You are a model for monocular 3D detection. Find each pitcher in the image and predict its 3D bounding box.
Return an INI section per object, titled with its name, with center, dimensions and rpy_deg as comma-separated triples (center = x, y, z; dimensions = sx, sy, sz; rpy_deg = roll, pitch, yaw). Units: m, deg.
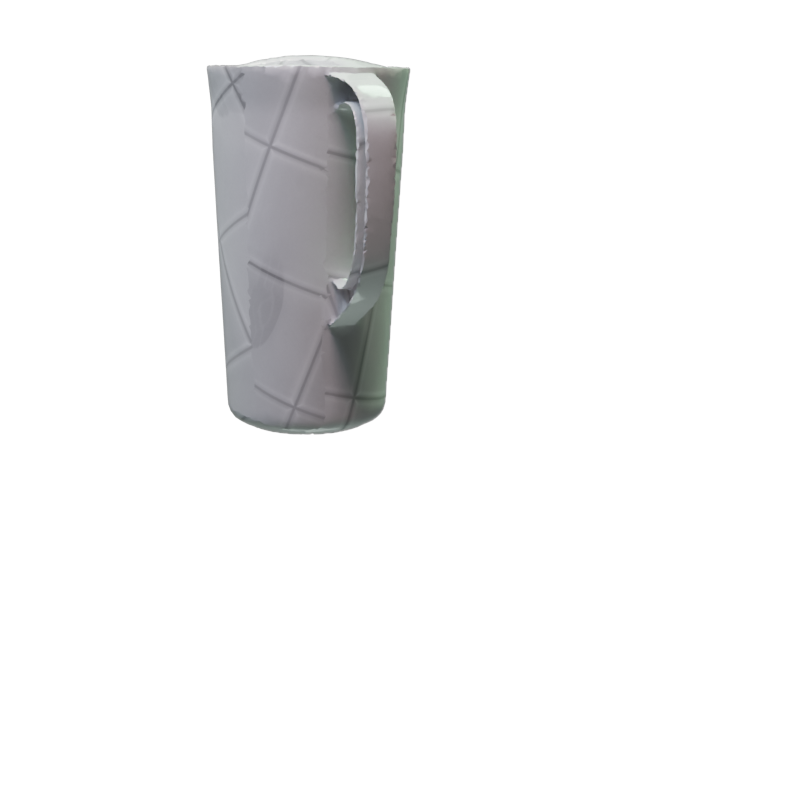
[pitcher]
center = -0.057, -0.104, 0.732
dimensions = 0.149, 0.238, 0.149
rpy_deg = 4, 11, 17
